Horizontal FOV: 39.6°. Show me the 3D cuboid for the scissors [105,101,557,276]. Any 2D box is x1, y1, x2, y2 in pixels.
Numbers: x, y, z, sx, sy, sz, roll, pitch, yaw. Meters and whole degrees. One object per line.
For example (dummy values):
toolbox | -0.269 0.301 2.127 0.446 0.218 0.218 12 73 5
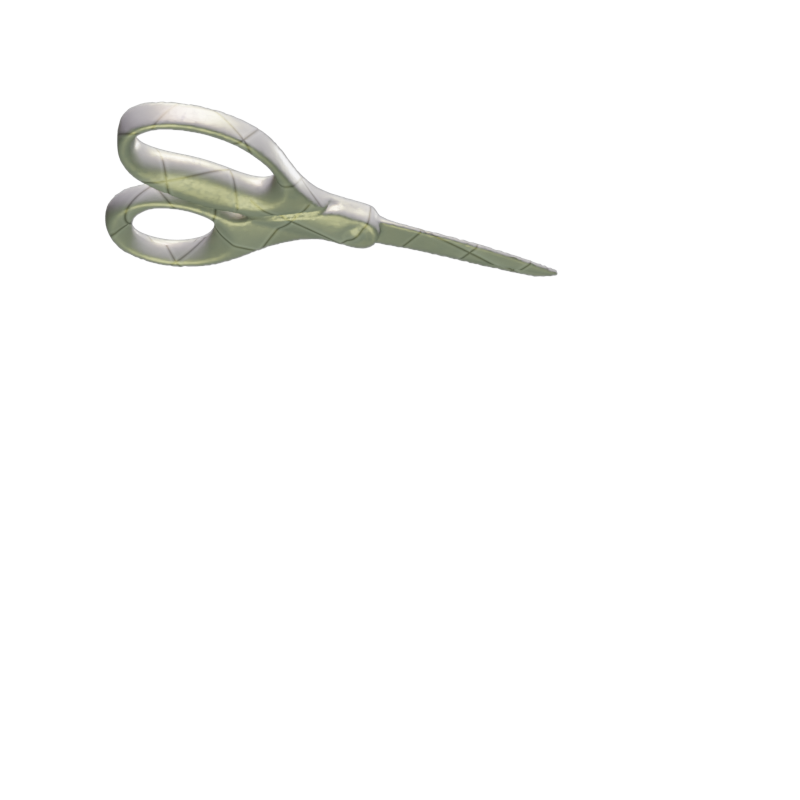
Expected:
scissors | -0.037 -0.068 0.474 0.191 0.017 0.095 22 -39 -31
